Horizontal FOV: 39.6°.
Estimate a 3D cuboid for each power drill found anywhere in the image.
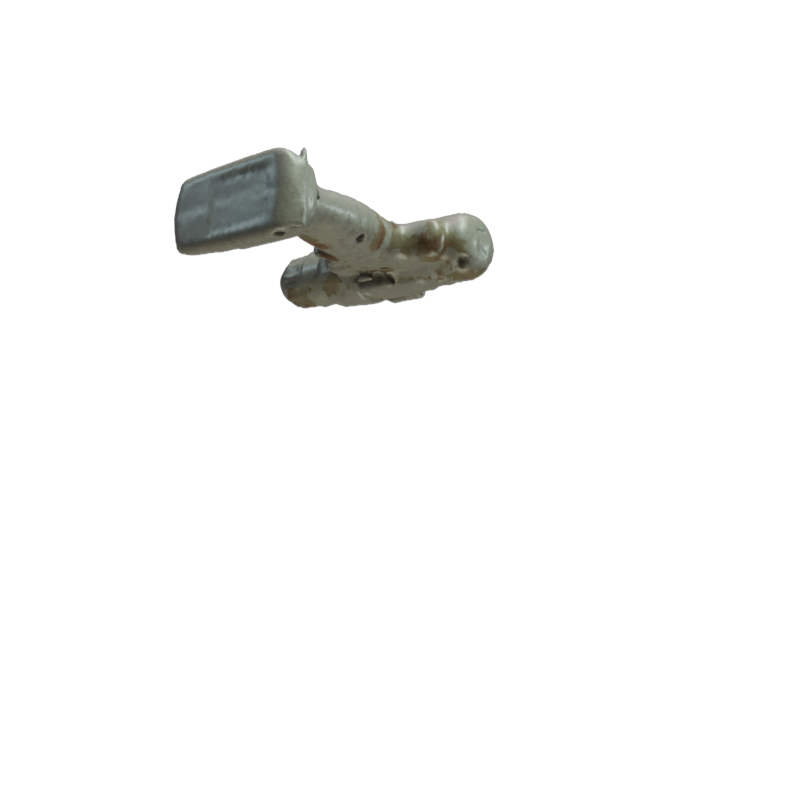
[{"bbox_3d":[-0.059,-0.107,0.751,0.188,0.059,0.177,-10,-14,40],"label":"power drill"}]
